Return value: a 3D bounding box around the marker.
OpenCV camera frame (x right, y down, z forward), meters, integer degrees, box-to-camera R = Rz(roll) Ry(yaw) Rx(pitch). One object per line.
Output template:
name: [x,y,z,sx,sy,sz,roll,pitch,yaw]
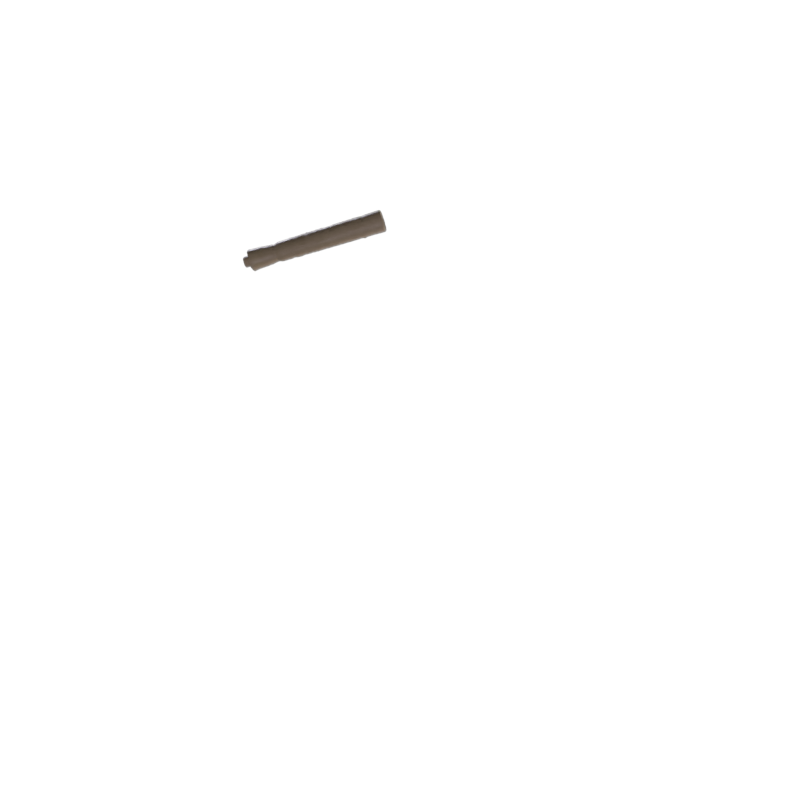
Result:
marker: [-0.072,-0.130,0.914,0.121,0.020,0.020,-16,2,8]
